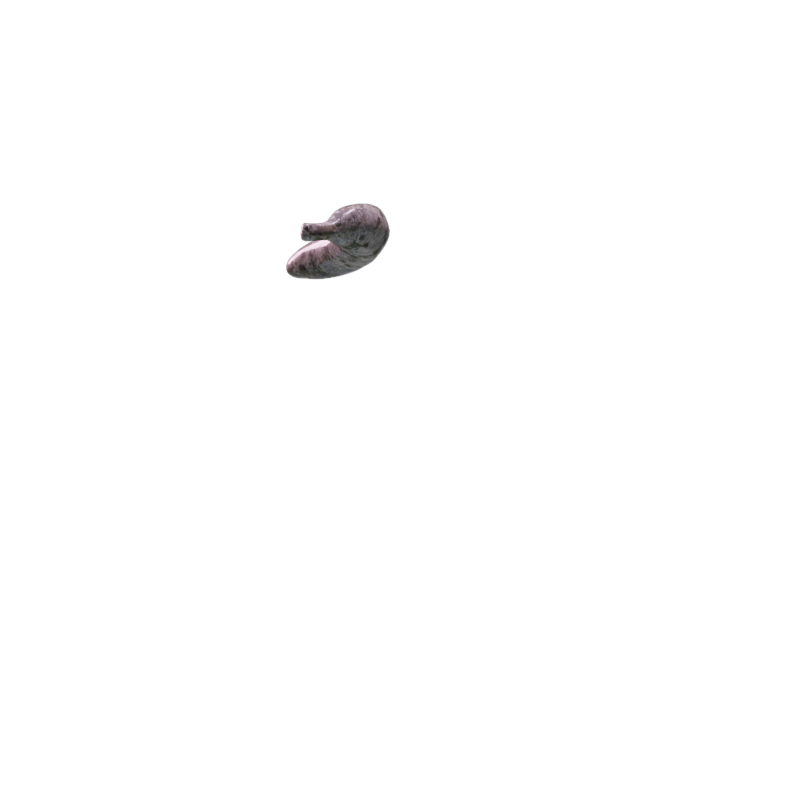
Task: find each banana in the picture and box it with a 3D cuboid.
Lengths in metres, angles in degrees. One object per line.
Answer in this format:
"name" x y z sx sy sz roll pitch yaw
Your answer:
"banana" -0.046 -0.118 0.825 0.069 0.037 0.196 0 -3 -8
